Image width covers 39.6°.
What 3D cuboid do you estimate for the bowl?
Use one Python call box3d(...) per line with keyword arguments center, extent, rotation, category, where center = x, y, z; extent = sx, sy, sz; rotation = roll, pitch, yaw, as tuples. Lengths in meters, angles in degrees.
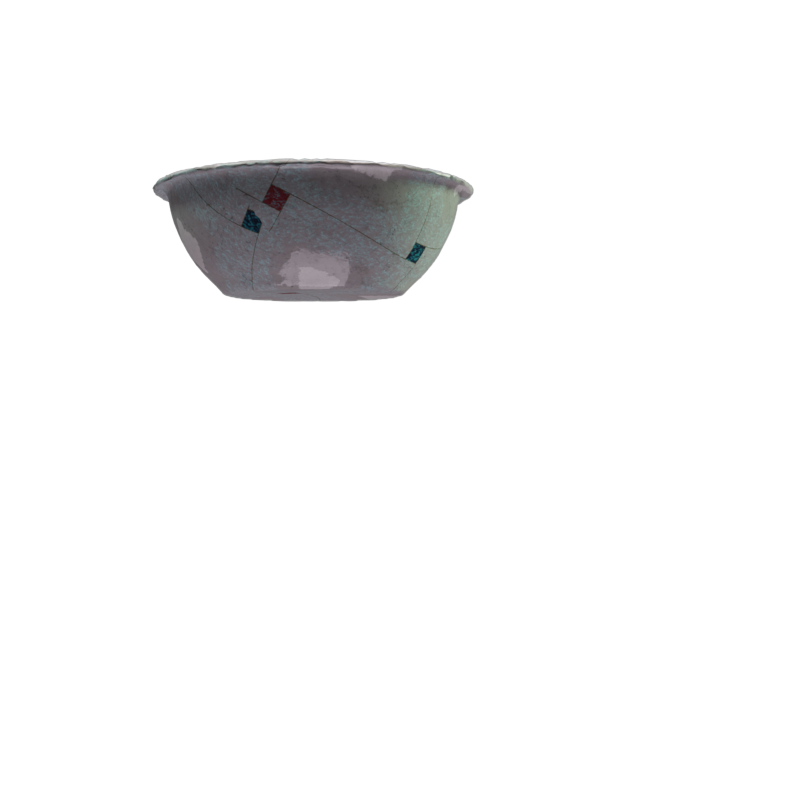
box3d(center=(-0.044, -0.080, 0.561), extent=(0.162, 0.056, 0.161), rotation=(0, 0, -2), category="bowl")
